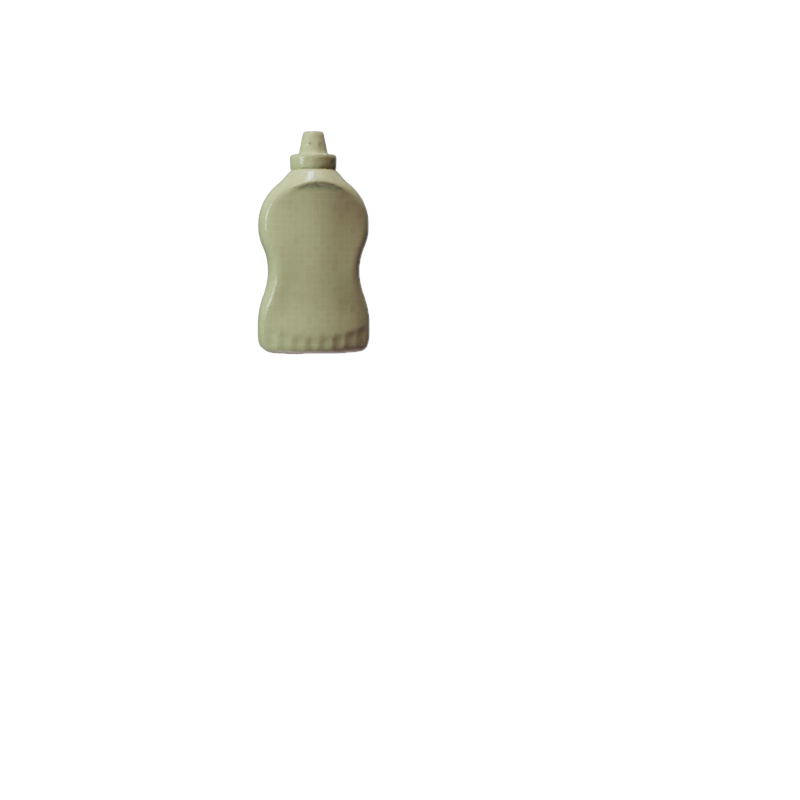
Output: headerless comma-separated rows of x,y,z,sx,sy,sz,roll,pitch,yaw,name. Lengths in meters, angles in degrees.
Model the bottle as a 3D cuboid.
-0.076,-0.138,0.967,0.095,0.192,0.059,0,1,-8,bottle
